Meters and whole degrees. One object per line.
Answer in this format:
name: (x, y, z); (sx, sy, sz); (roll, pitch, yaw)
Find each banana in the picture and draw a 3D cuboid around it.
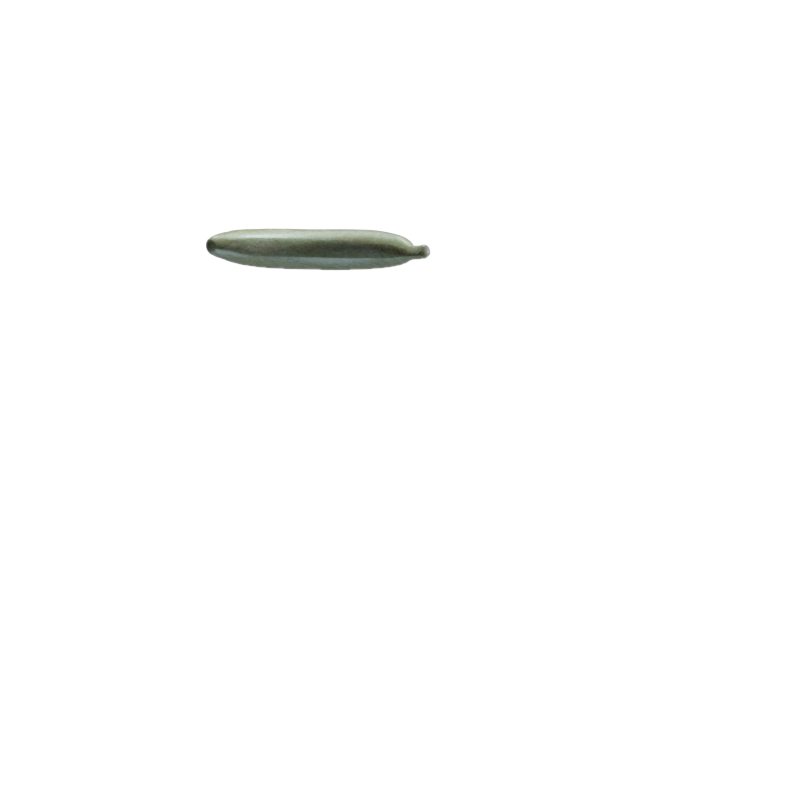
banana: (-0.075, -0.140, 1.007); (0.198, 0.038, 0.068); (0, -7, 1)
